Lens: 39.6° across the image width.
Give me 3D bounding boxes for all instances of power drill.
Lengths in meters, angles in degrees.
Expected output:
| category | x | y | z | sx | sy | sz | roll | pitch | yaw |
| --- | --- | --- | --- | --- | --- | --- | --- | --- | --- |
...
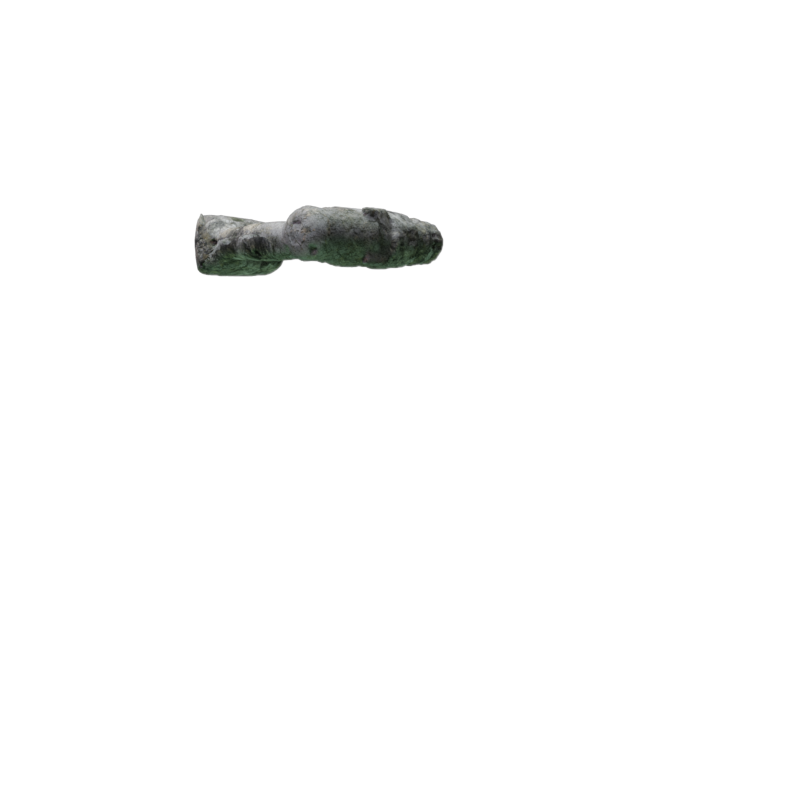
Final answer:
| category | x | y | z | sx | sy | sz | roll | pitch | yaw |
| --- | --- | --- | --- | --- | --- | --- | --- | --- | --- |
| power drill | -0.078 | -0.143 | 1.000 | 0.194 | 0.058 | 0.177 | 1 | 1 | 41 |
